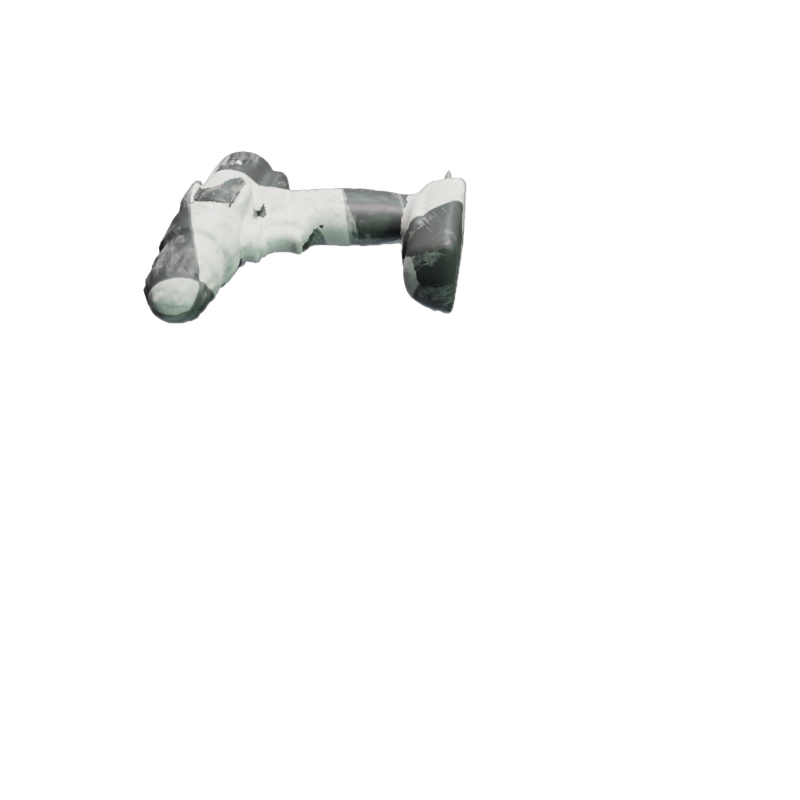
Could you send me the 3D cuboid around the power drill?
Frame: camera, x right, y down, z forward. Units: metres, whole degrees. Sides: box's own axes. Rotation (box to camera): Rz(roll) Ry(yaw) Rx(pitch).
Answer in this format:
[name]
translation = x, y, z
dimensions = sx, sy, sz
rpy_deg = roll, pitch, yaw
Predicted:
[power drill]
translation = -0.055, -0.101, 0.709
dimensions = 0.190, 0.054, 0.194
rpy_deg = 6, 37, 8
